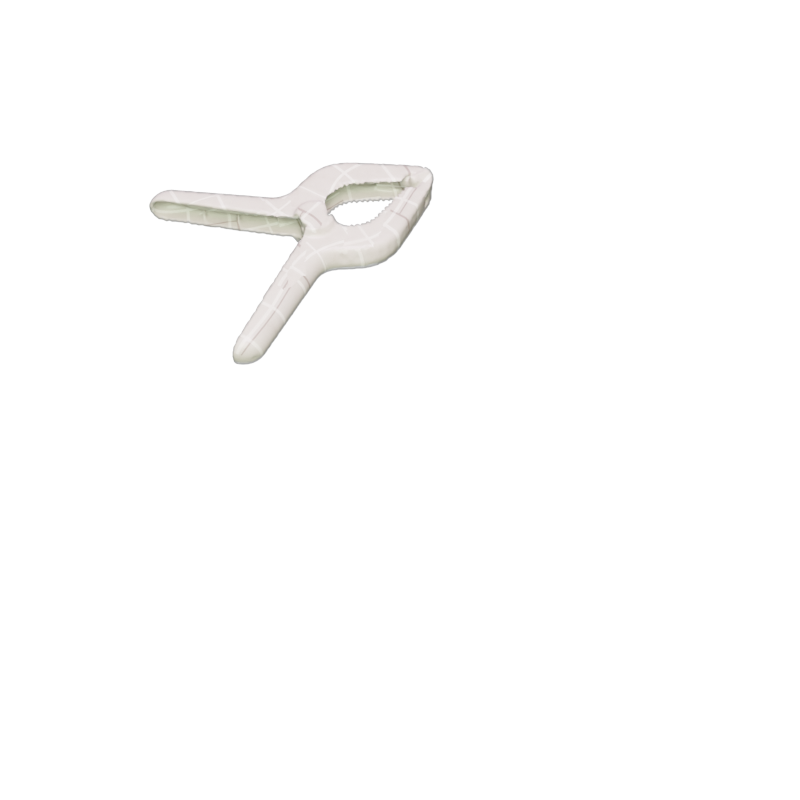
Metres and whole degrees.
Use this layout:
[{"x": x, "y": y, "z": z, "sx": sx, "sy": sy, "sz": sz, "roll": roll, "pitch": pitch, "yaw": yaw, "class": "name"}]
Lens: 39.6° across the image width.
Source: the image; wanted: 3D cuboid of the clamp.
[{"x": -0.064, "y": -0.117, "z": 0.821, "sx": 0.208, "sy": 0.177, "sz": 0.034, "roll": -18, "pitch": -33, "yaw": -12, "class": "clamp"}]
